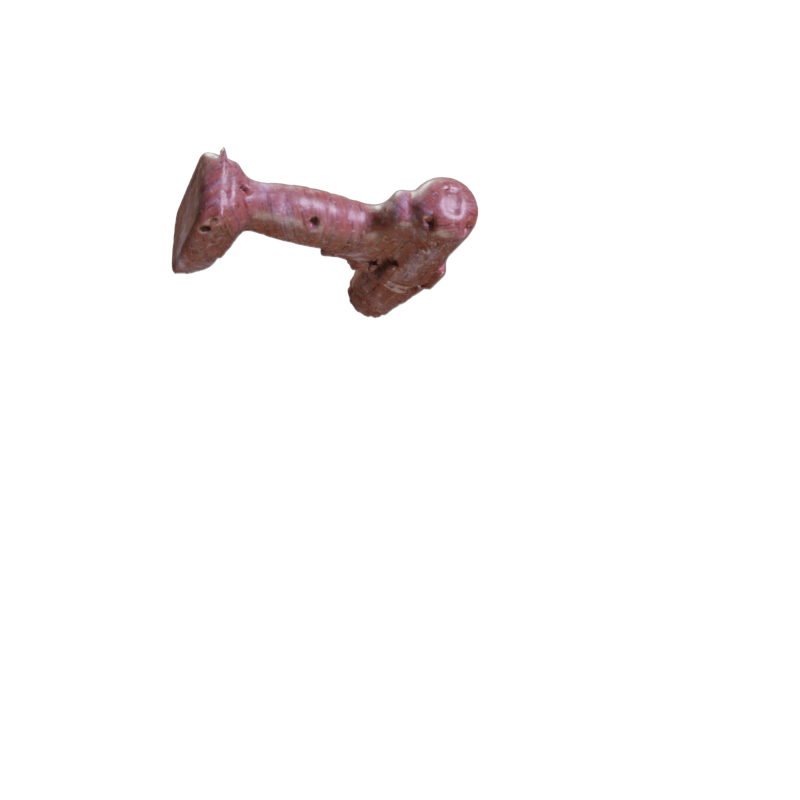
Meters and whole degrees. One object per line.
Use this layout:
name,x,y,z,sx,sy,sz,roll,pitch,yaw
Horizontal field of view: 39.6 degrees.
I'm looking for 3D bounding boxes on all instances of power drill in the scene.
power drill,-0.060,-0.110,0.772,0.183,0.060,0.180,6,-20,-17
